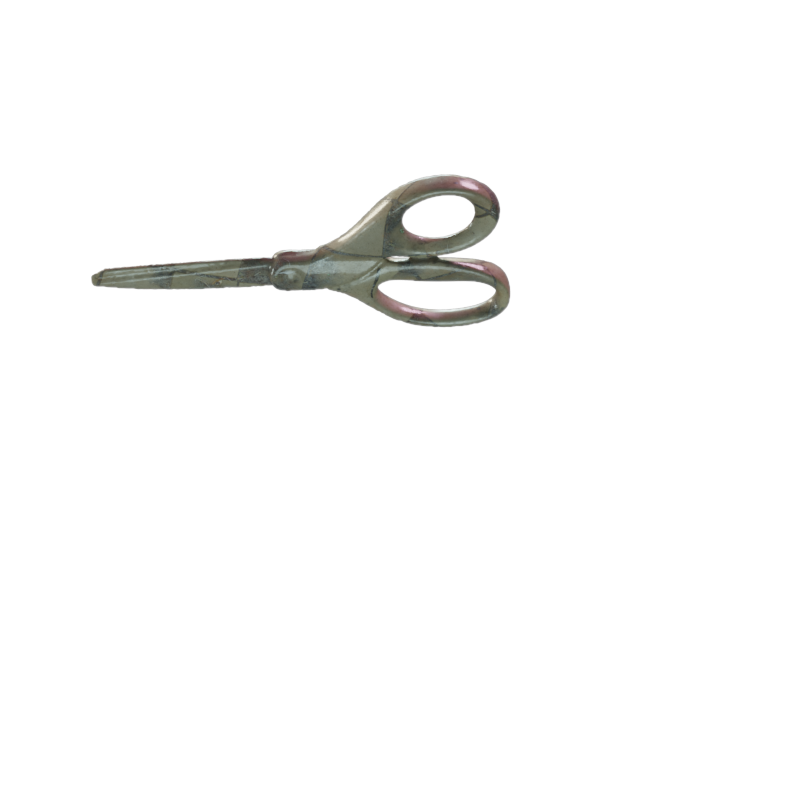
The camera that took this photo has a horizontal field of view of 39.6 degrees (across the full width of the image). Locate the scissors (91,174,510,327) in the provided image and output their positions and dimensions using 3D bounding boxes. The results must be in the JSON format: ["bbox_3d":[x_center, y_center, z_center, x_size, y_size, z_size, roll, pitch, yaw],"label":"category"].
[{"bbox_3d":[-0.041,-0.075,0.523,0.199,0.091,0.017,9,42,-8],"label":"scissors"}]
